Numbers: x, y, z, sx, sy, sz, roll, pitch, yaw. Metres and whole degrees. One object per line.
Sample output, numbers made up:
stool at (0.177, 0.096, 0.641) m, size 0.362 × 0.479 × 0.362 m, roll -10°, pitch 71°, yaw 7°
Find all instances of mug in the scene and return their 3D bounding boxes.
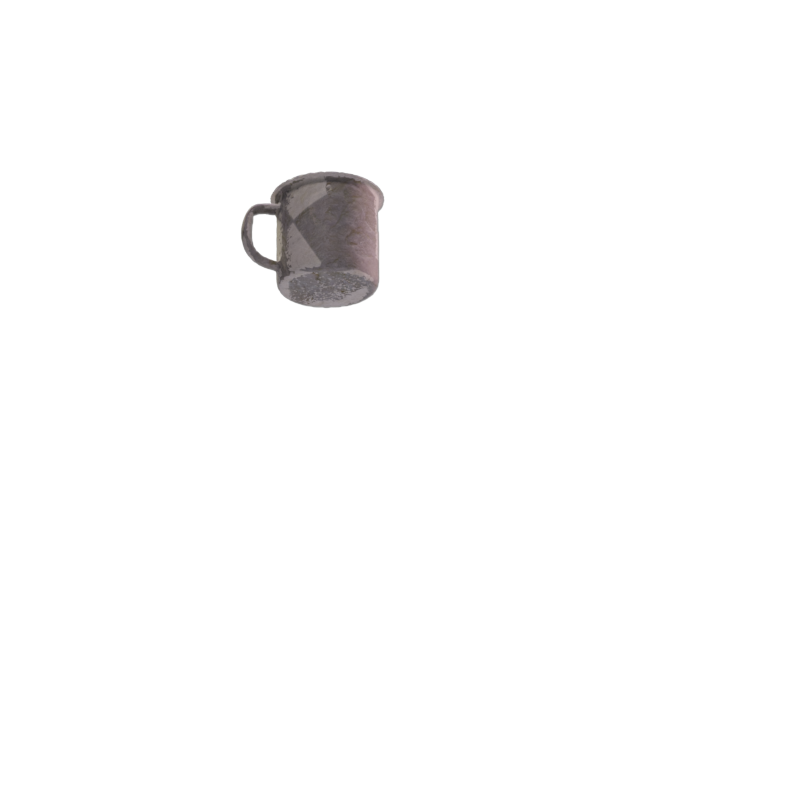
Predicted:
mug at (-0.069, -0.126, 0.885) m, size 0.114 × 0.086 × 0.091 m, roll 7°, pitch -24°, yaw -18°
